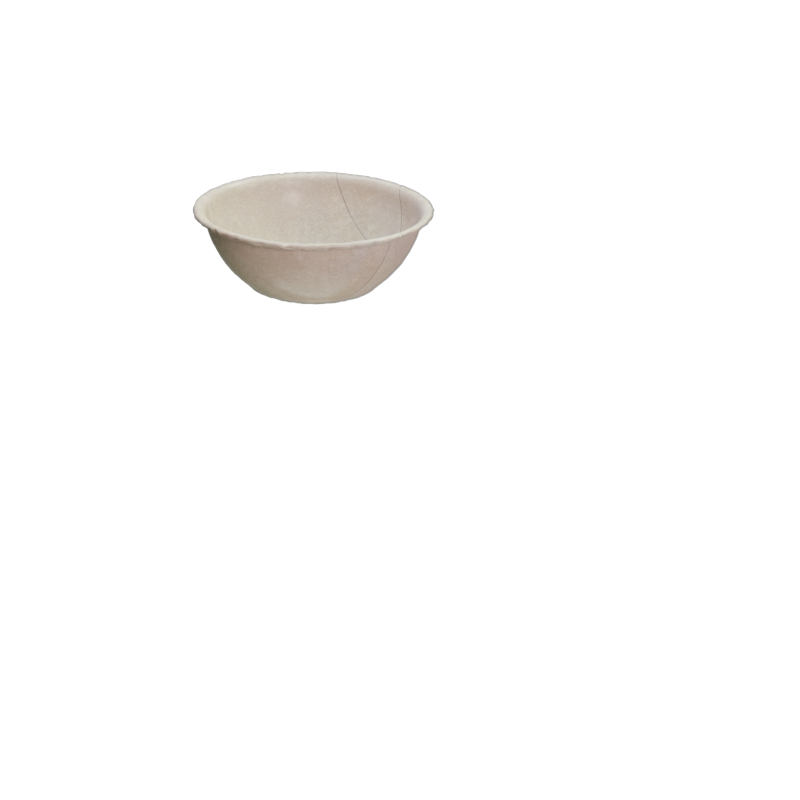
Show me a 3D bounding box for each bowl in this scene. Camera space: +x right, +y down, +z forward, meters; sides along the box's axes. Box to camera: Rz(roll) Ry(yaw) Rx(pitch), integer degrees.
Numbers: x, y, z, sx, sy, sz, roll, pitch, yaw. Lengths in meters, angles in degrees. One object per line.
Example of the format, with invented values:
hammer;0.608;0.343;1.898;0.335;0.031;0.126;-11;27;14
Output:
bowl;-0.059;-0.108;0.754;0.162;0.052;0.171;-1;26;-2
